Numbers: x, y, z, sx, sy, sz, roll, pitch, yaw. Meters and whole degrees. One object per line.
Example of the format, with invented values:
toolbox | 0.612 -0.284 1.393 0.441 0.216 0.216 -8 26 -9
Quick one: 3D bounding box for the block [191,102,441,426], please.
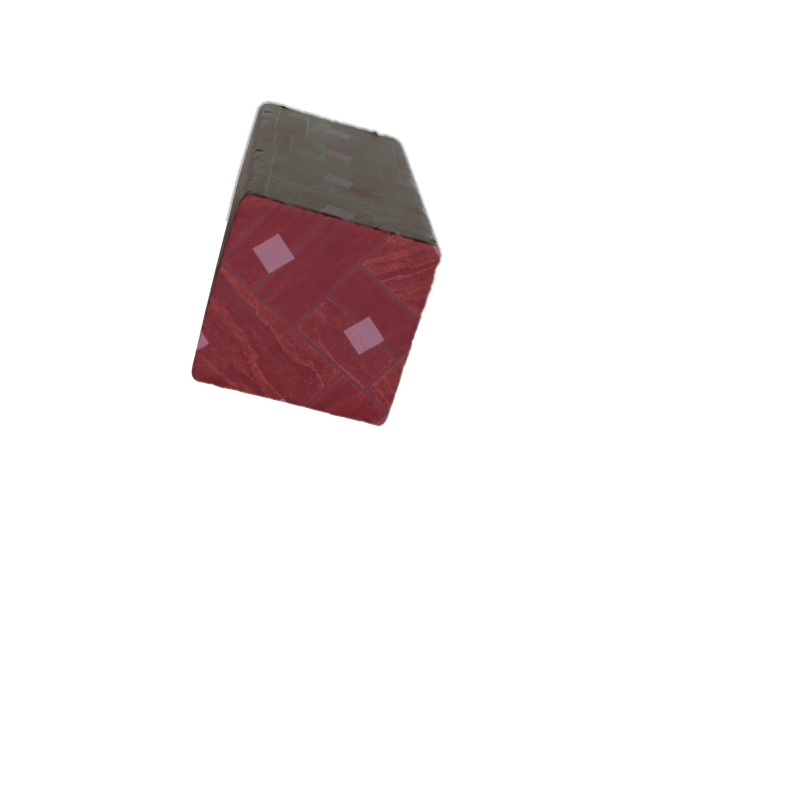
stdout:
block | -0.045 -0.082 0.571 0.089 0.087 0.216 14 22 -10
